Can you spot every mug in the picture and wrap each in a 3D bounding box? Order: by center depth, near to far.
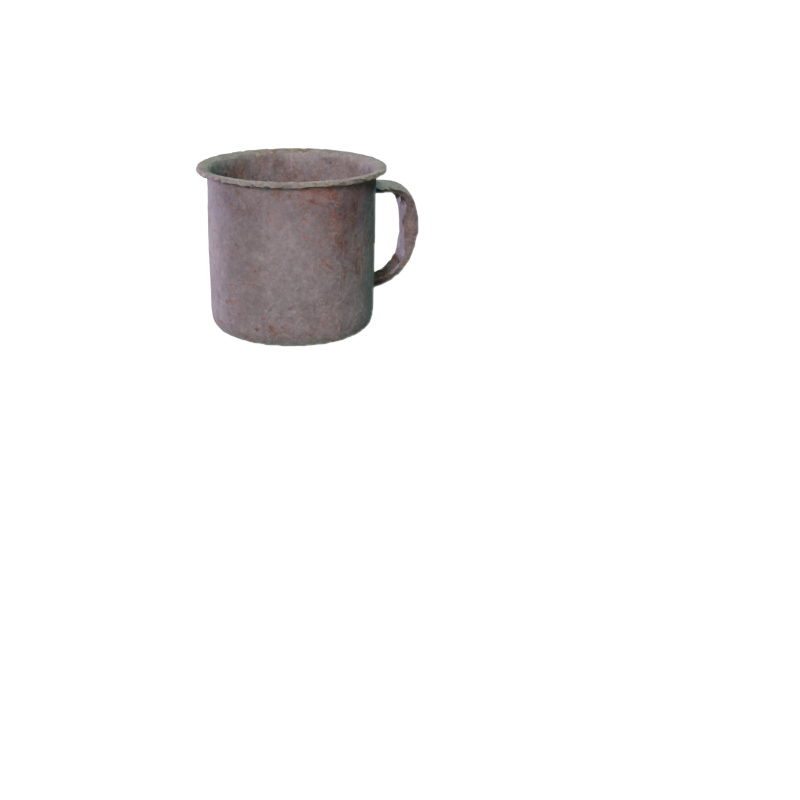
[{"bbox_3d":[-0.043,-0.079,0.555,0.114,0.078,0.099,-11,22,-29],"label":"mug"}]
